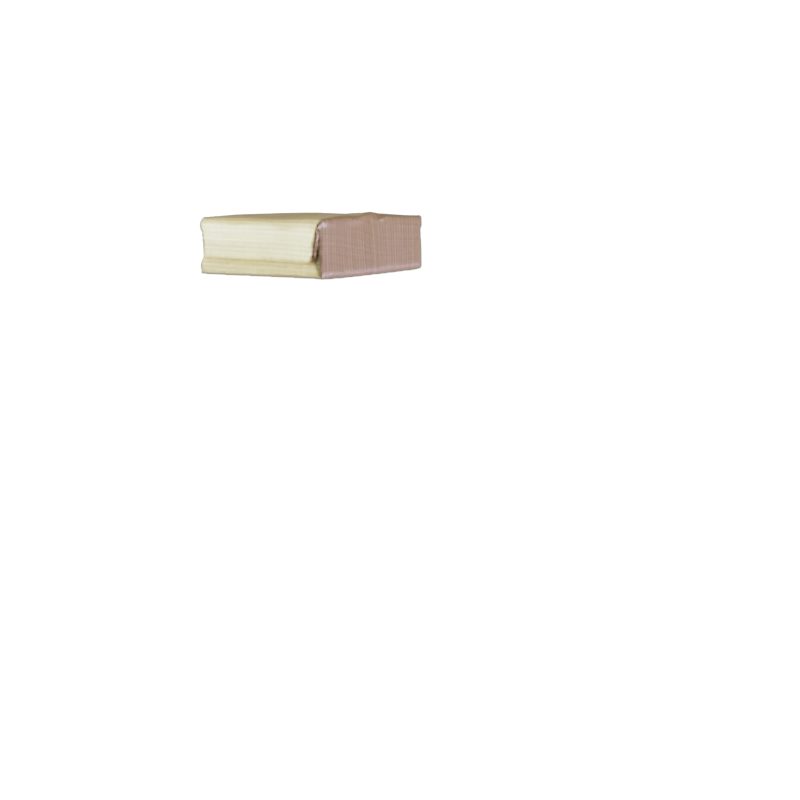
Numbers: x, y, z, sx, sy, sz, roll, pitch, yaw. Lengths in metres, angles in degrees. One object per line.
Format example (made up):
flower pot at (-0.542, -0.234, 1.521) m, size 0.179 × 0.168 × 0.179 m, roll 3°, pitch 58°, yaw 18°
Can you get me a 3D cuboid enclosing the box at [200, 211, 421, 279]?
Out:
box at (-0.043, -0.078, 0.546) m, size 0.076 × 0.030 × 0.087 m, roll 7°, pitch 12°, yaw 35°
